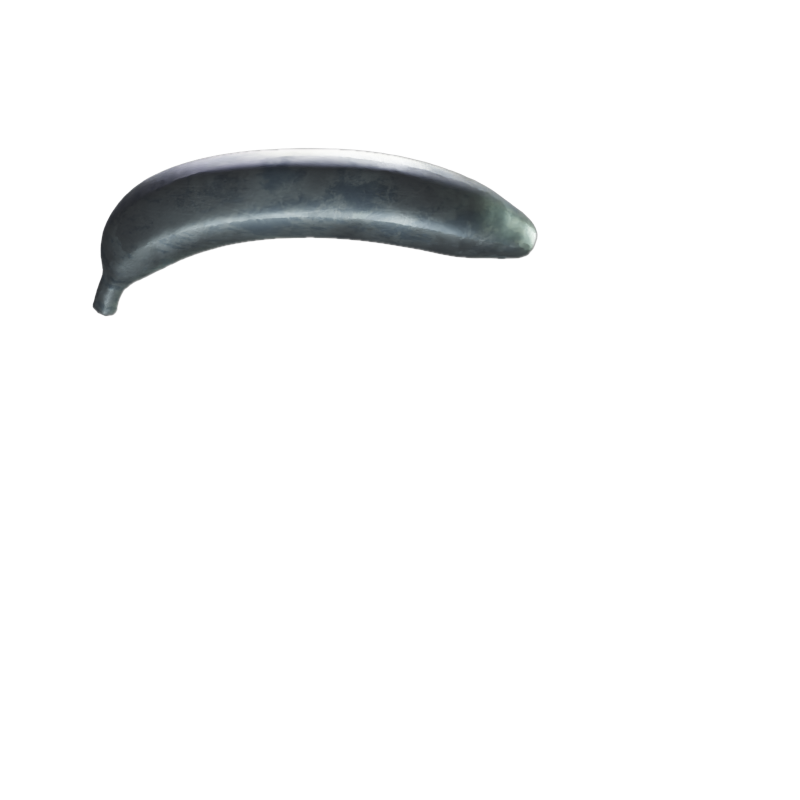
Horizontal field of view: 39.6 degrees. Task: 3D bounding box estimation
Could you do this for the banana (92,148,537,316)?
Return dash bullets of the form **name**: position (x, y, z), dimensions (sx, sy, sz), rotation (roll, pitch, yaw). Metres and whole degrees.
- **banana**: position (-0.044, -0.077, 0.467), dimensions (0.199, 0.039, 0.064), rotation (-5, -32, 9)
